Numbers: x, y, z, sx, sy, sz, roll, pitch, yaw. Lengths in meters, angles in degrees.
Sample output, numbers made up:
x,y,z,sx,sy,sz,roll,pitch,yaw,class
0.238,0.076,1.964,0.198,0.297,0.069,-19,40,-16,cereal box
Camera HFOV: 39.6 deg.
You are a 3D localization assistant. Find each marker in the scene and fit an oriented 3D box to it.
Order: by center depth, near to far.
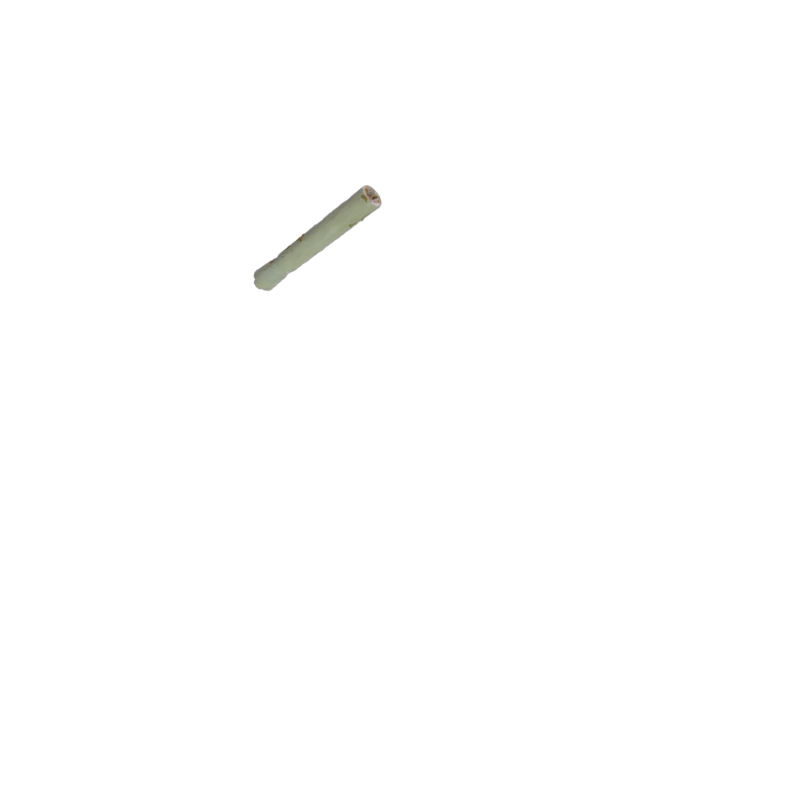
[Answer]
x,y,z,sx,sy,sz,roll,pitch,yaw,class
-0.063,-0.114,0.801,0.120,0.021,0.019,-33,-15,30,marker
